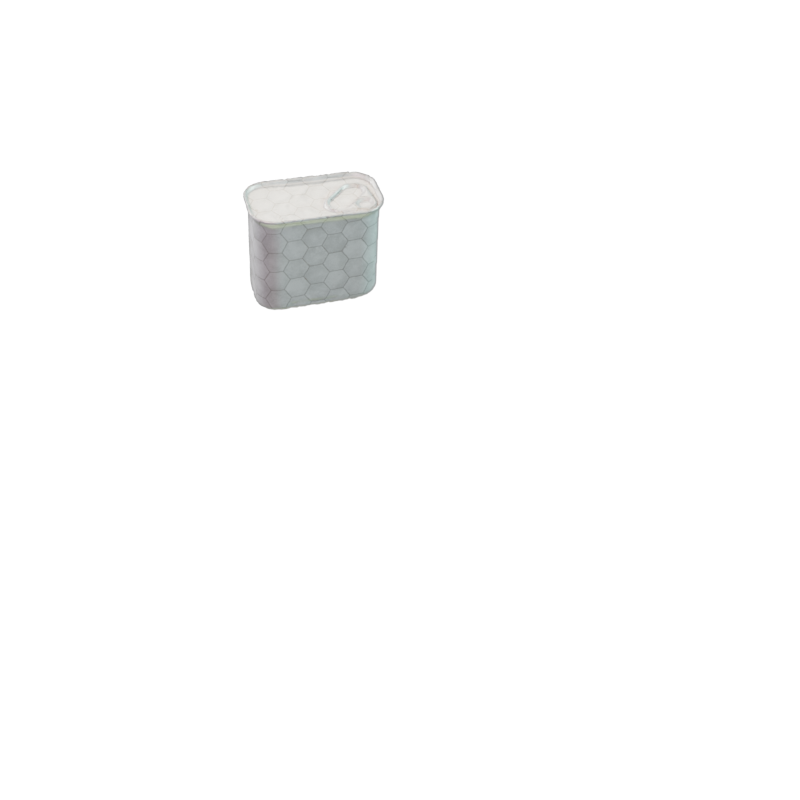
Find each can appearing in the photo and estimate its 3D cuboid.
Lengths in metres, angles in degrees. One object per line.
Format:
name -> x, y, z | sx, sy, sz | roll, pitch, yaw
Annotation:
can -> -0.066, -0.121, 0.845 | 0.101, 0.078, 0.062 | -8, 40, -12
